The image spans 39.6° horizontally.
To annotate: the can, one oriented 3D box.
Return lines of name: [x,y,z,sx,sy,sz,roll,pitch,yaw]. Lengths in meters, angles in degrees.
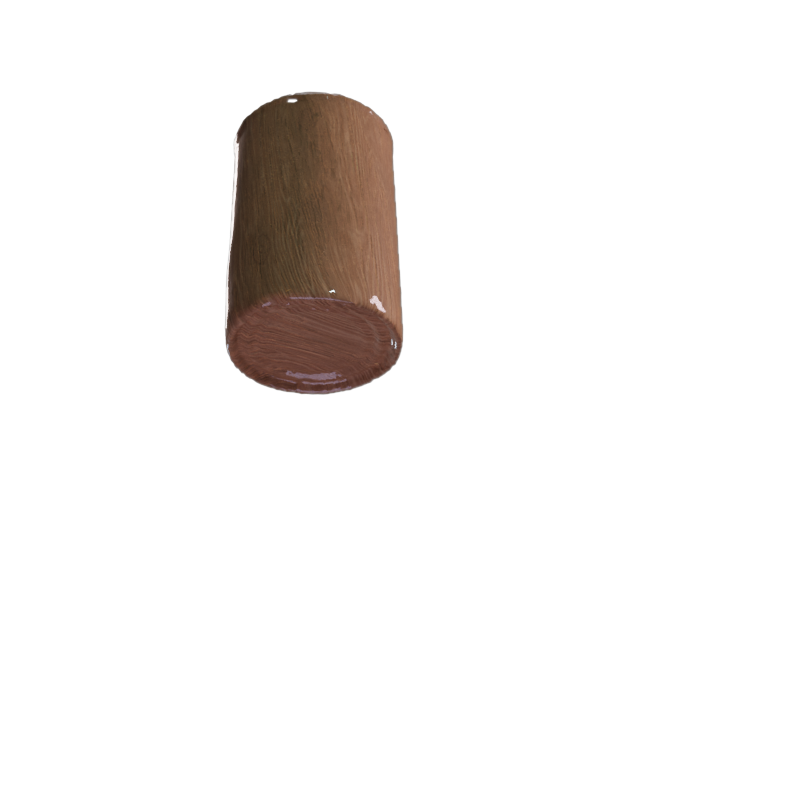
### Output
can: [-0.034,-0.063,0.439,0.068,0.109,0.064,-1,-36,-2]
